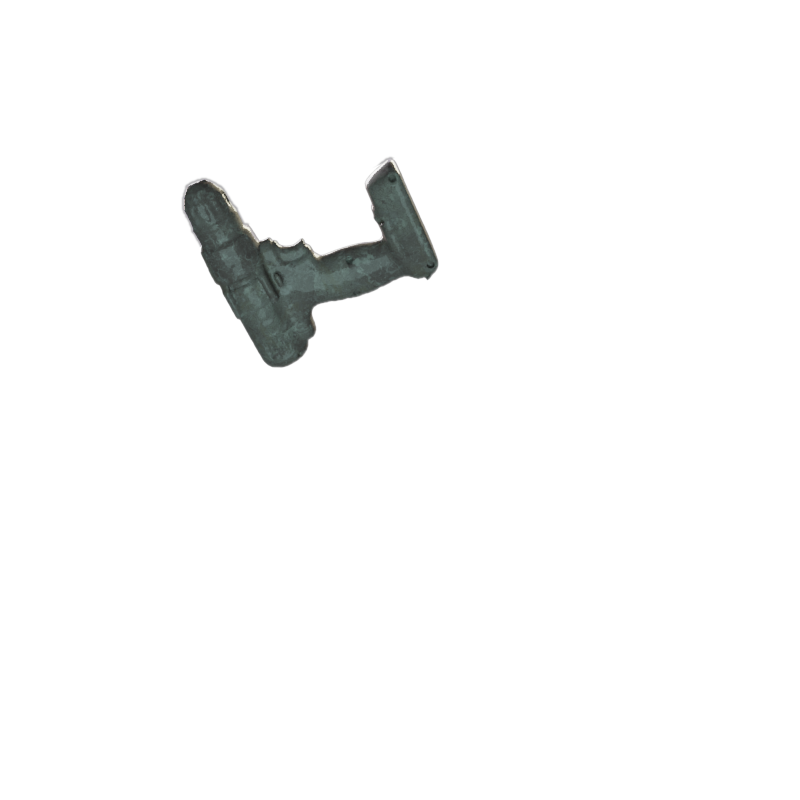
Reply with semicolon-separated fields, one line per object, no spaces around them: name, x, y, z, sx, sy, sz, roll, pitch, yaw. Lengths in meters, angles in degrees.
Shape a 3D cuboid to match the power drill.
power drill;-0.075;-0.137;0.963;0.188;0.175;0.060;-23;21;9
